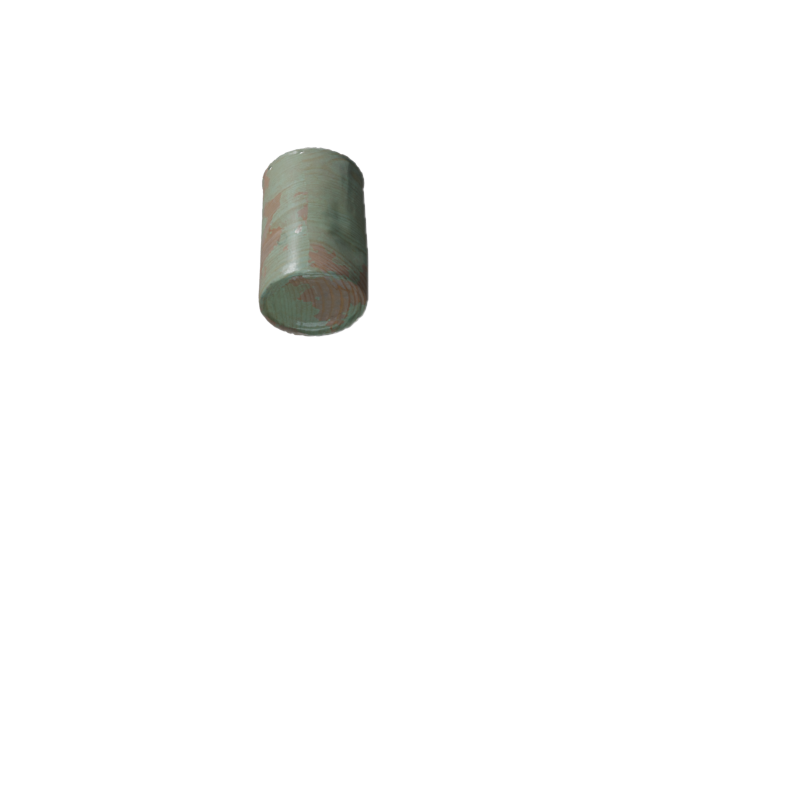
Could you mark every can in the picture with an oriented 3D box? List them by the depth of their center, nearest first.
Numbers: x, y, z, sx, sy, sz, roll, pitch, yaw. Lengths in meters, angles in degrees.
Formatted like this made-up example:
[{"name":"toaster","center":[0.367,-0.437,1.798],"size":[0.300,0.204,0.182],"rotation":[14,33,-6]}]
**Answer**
[{"name":"can","center":[-0.055,-0.100,0.701],"size":[0.068,0.110,0.064],"rotation":[-1,-36,-3]}]
